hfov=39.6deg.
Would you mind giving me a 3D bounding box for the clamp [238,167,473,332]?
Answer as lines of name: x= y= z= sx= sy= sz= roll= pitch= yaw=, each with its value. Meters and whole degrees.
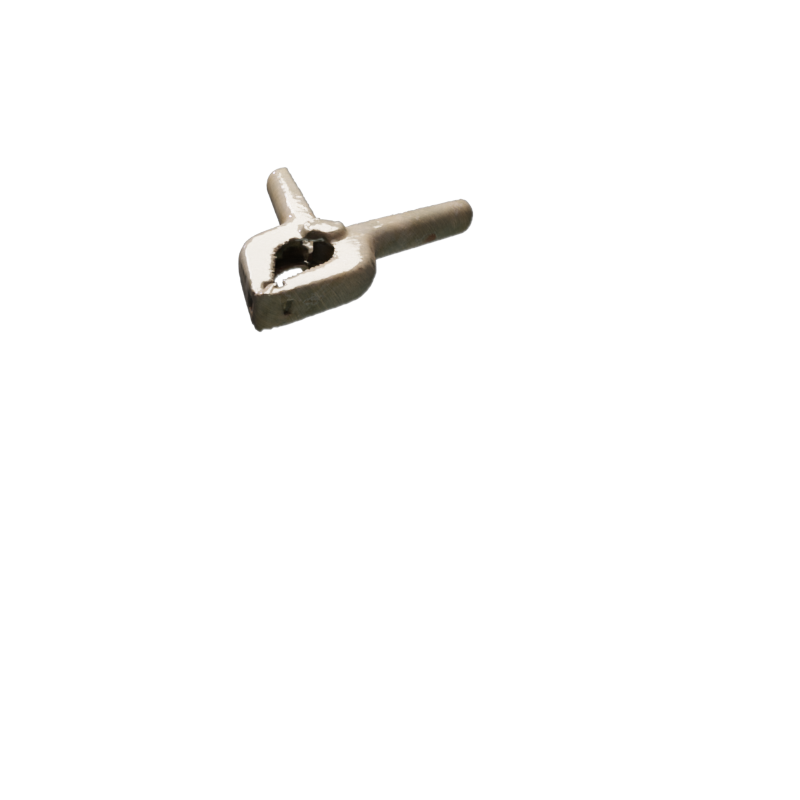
clamp: x=-0.061 y=-0.112 z=0.783 sx=0.172 sy=0.034 sz=0.214 roll=15 pitch=35 yaw=23
